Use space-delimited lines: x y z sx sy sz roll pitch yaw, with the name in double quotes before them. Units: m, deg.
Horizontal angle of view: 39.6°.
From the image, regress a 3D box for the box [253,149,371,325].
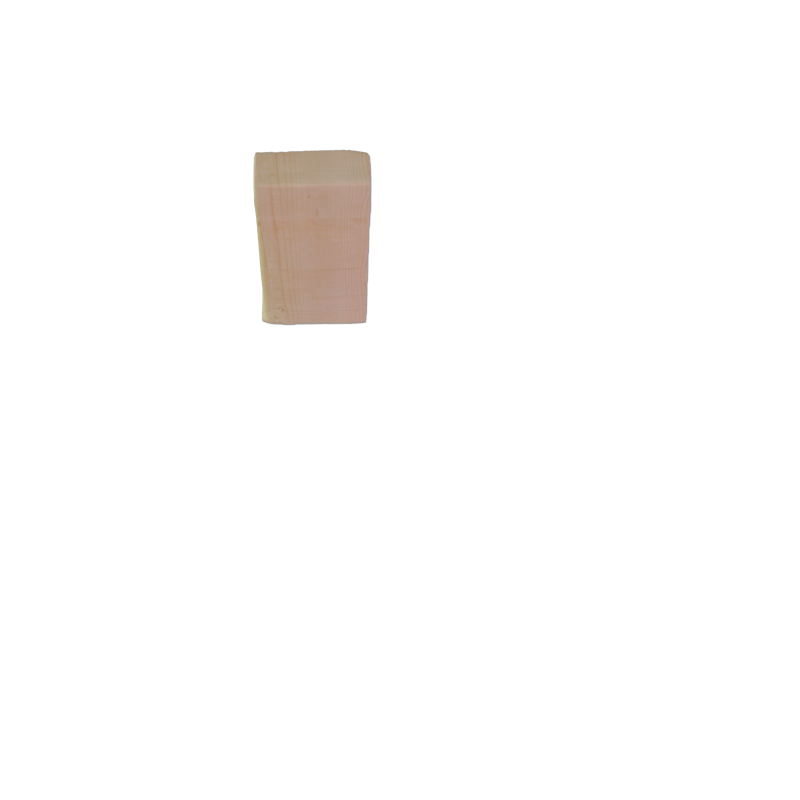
"box" -0.072 -0.132 0.921 0.093 0.052 0.164 0 -39 -3
